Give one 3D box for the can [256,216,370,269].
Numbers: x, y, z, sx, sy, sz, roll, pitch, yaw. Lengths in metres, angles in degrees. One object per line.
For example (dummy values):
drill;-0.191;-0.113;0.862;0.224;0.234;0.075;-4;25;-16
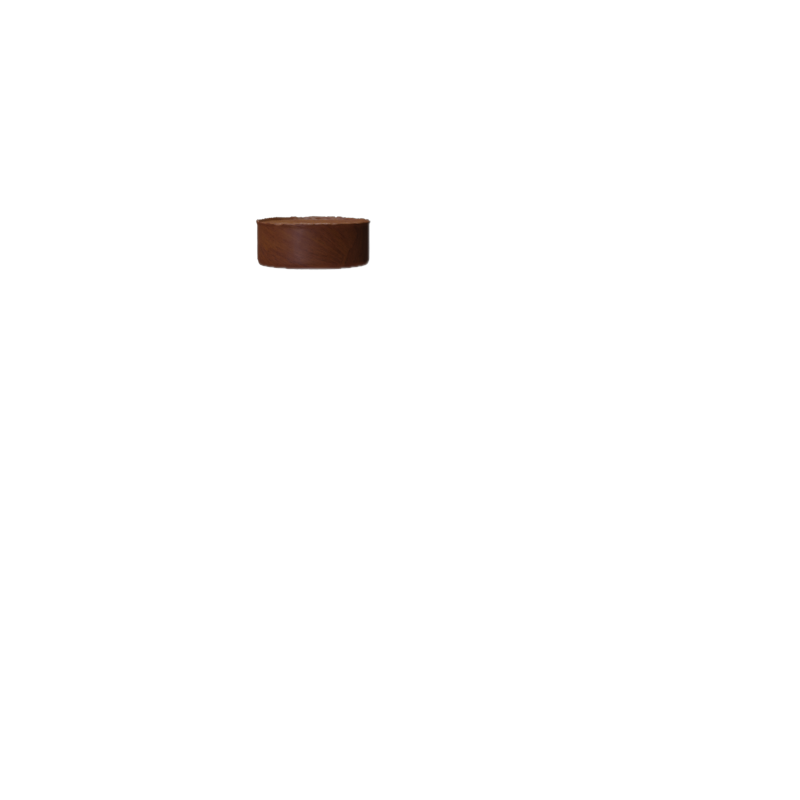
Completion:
can;-0.065;-0.119;0.831;0.086;0.033;0.088;0;12;-2
